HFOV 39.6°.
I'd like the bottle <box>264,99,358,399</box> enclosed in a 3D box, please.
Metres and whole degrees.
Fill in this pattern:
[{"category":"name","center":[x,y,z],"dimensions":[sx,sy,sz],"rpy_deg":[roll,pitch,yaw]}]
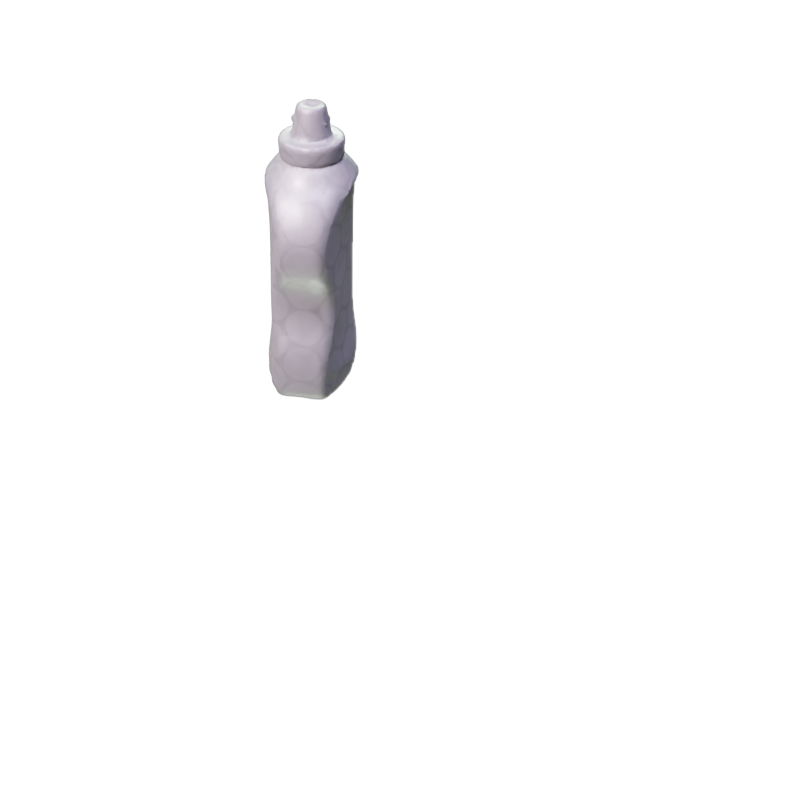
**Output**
[{"category":"bottle","center":[-0.056,-0.102,0.712],"dimensions":[0.059,0.180,0.101],"rpy_deg":[7,34,6]}]
